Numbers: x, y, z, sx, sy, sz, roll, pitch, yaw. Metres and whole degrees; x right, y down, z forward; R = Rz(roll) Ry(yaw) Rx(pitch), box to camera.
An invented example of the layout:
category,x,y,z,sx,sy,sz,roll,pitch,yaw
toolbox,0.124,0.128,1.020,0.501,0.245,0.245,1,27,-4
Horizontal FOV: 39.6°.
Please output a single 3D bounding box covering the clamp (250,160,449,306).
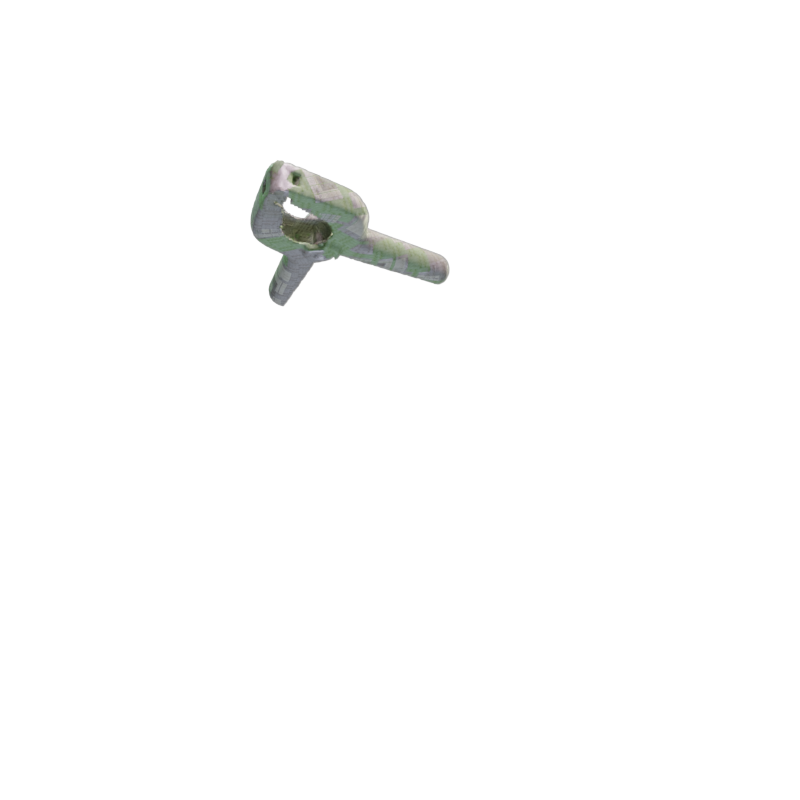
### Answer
category,x,y,z,sx,sy,sz,roll,pitch,yaw
clamp,-0.071,-0.130,0.909,0.167,0.038,0.195,-10,-23,24
